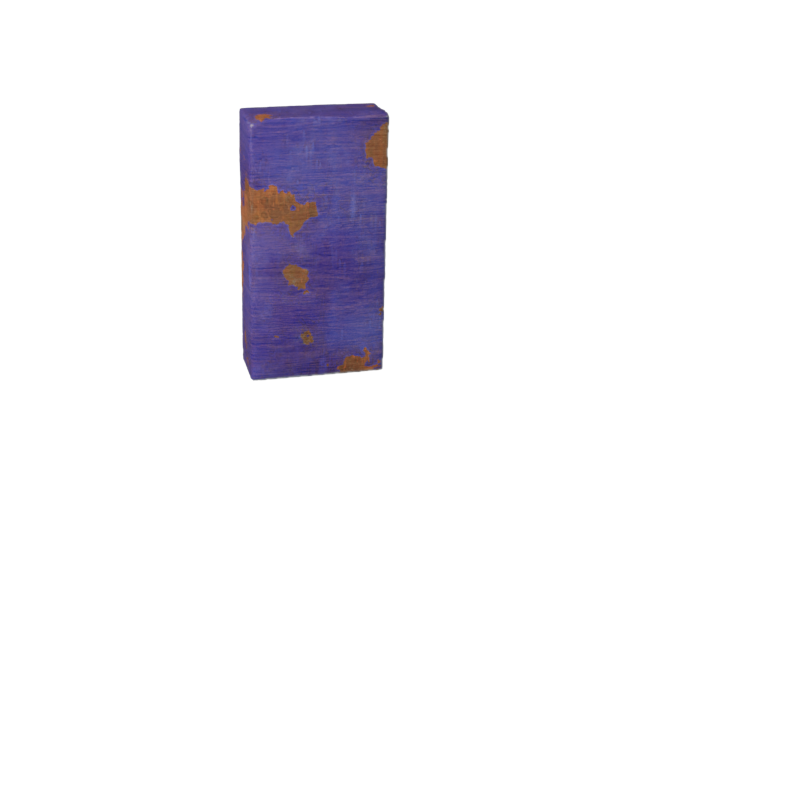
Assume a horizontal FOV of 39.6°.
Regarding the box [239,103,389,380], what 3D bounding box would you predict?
[{"bbox_3d":[-0.057,-0.104,0.729,0.092,0.168,0.051,-4,22,-13],"label":"box"}]
